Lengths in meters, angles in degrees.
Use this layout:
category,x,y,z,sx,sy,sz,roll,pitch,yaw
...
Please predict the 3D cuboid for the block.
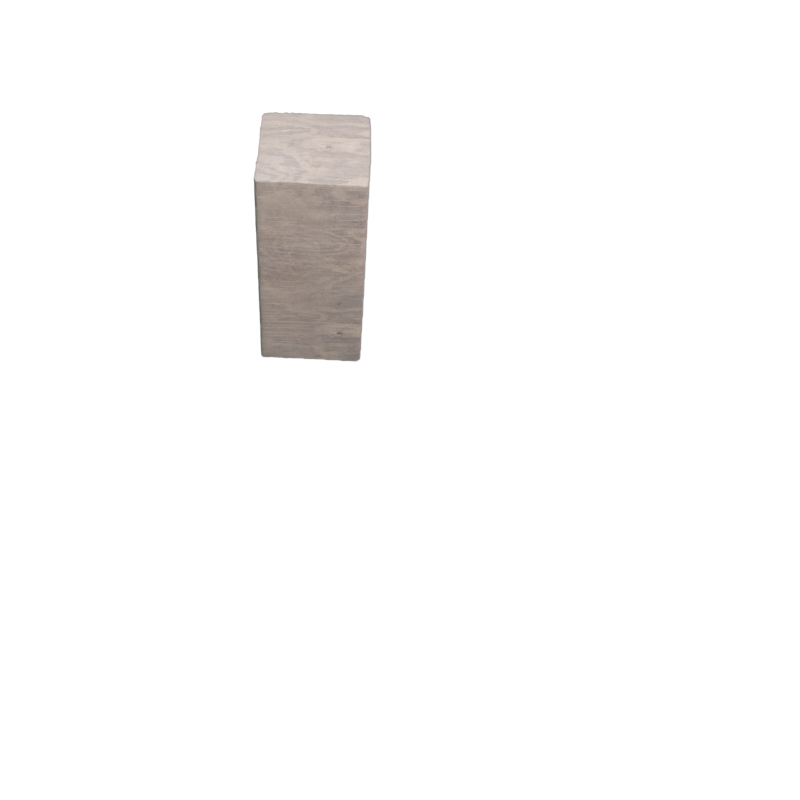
category,x,y,z,sx,sy,sz,roll,pitch,yaw
block,-0.074,-0.135,0.943,0.091,0.097,0.192,3,-42,-1
